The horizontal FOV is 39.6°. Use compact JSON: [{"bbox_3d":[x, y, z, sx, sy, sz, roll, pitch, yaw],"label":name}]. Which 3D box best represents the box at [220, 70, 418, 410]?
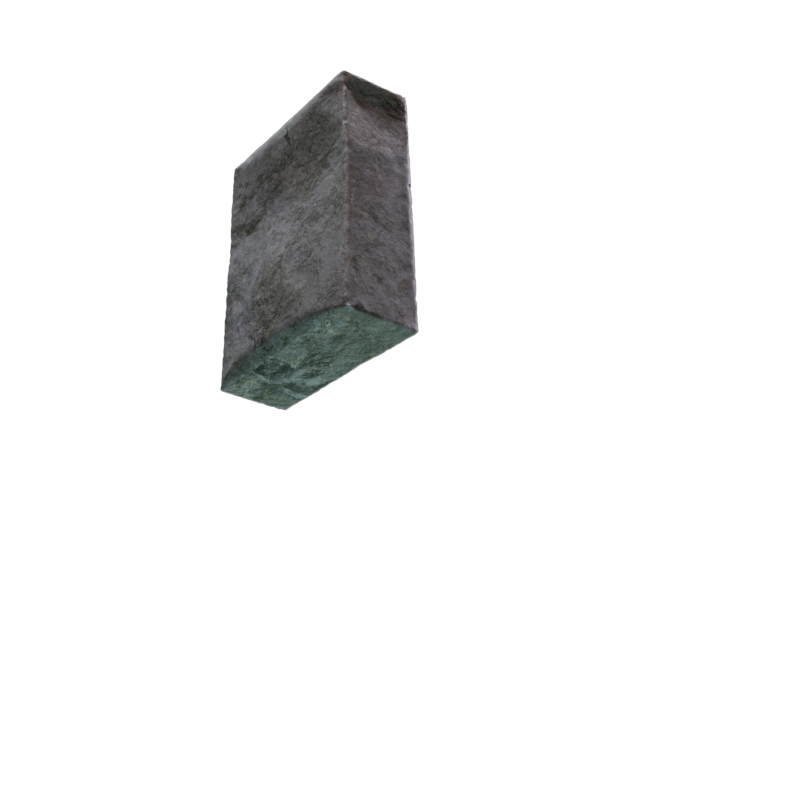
[{"bbox_3d":[-0.067,-0.123,0.858,0.068,0.228,0.163,21,-36,-34],"label":"box"}]
